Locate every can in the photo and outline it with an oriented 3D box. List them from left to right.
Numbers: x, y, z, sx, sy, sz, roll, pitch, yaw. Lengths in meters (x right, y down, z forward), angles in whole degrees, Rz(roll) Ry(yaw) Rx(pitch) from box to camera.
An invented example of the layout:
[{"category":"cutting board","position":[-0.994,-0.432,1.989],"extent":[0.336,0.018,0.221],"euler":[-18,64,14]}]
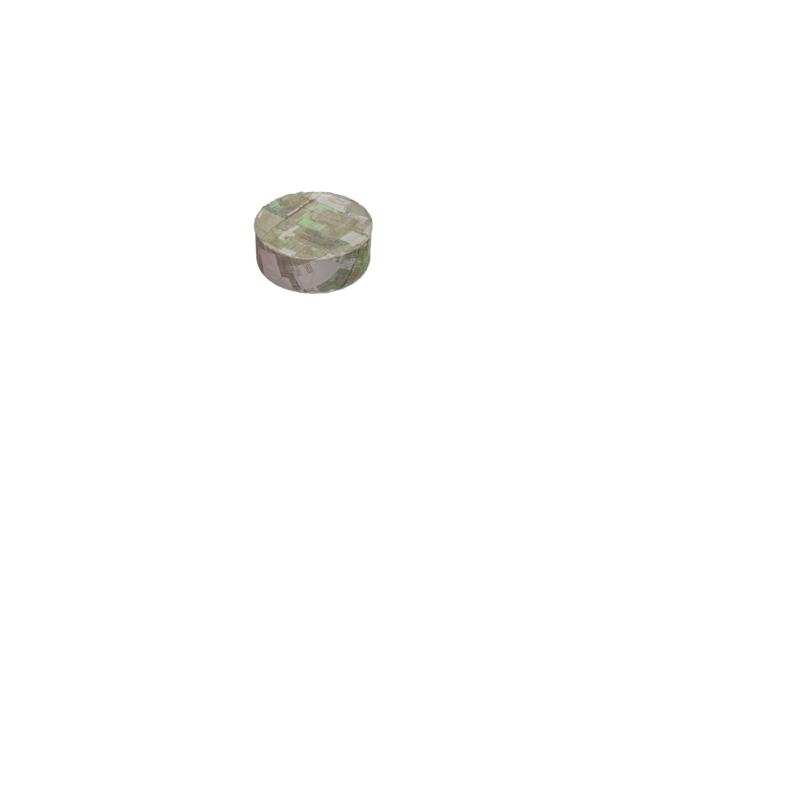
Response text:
[{"category":"can","position":[-0.063,-0.115,0.807],"extent":[0.086,0.031,0.092],"euler":[-1,40,-2]}]
